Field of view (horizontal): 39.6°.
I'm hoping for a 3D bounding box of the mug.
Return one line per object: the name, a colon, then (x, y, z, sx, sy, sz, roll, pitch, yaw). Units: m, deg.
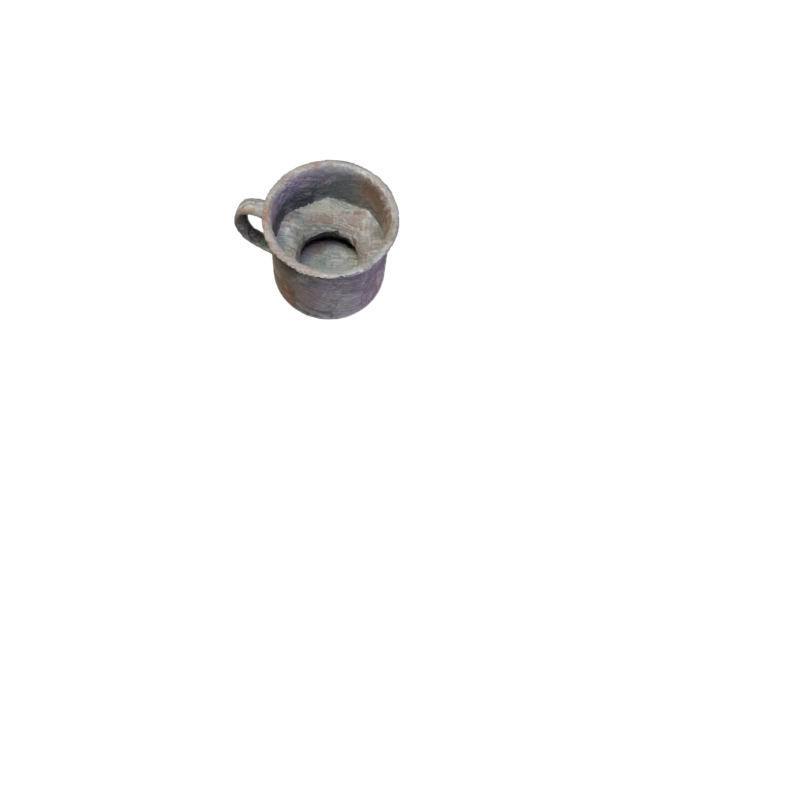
mug: (-0.061, -0.112, 0.782, 0.119, 0.097, 0.077, 14, -26, 6)
